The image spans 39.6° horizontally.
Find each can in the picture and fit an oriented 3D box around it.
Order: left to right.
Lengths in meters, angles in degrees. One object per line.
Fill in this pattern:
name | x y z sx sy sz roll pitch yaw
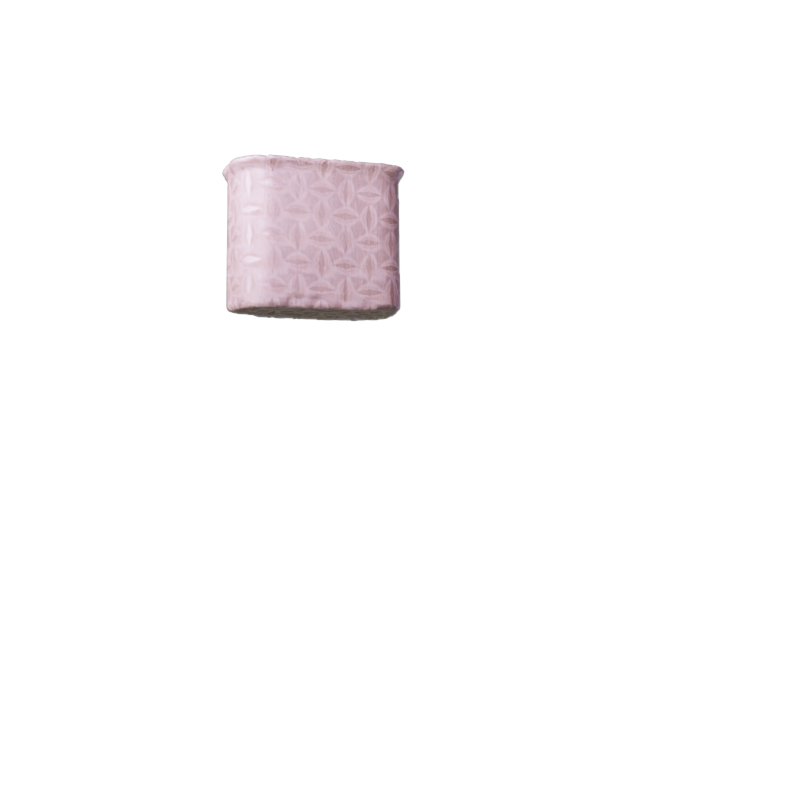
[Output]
can | -0.049 -0.090 0.631 0.099 0.086 0.058 2 -8 -19
